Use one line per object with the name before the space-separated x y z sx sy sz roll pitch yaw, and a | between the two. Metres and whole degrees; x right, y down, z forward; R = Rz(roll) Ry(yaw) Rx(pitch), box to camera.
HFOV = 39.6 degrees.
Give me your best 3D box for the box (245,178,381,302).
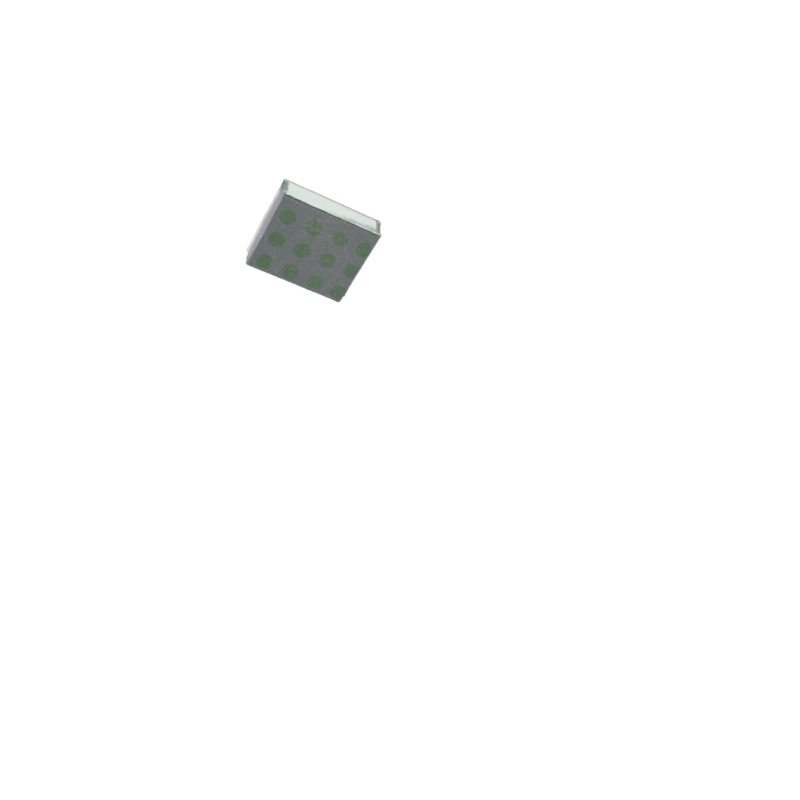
box | -0.070 -0.128 0.898 0.087 0.071 0.032 23 31 -15
